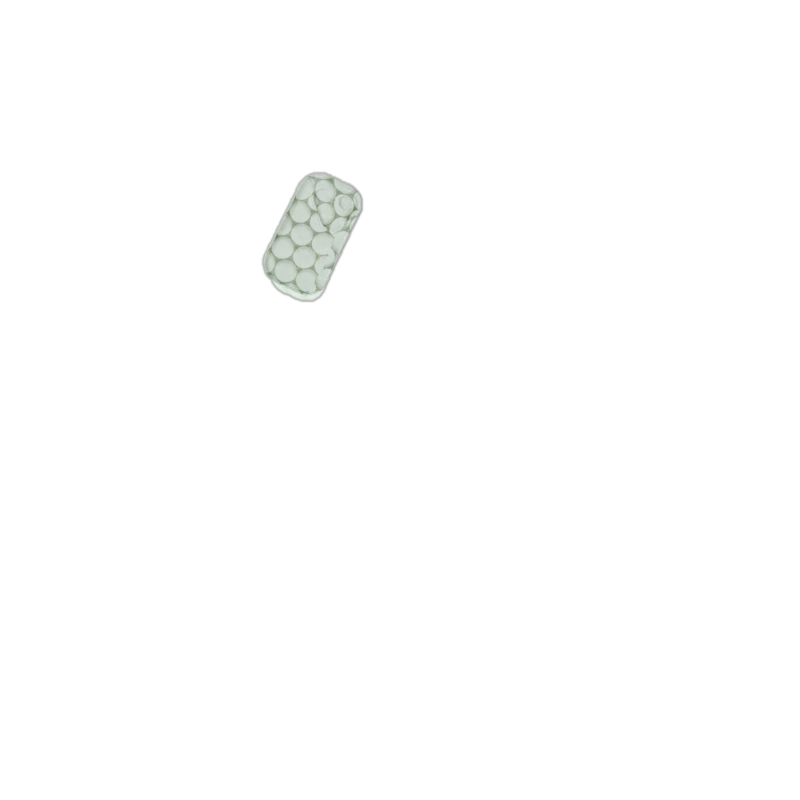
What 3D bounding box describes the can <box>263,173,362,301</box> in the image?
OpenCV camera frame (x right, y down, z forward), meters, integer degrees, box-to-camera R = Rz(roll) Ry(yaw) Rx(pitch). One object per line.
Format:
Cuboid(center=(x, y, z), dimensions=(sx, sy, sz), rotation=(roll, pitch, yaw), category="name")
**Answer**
Cuboid(center=(-0.076, -0.138, 0.965), dimensions=(0.058, 0.103, 0.083), rotation=(25, -6, -1), category="can")
